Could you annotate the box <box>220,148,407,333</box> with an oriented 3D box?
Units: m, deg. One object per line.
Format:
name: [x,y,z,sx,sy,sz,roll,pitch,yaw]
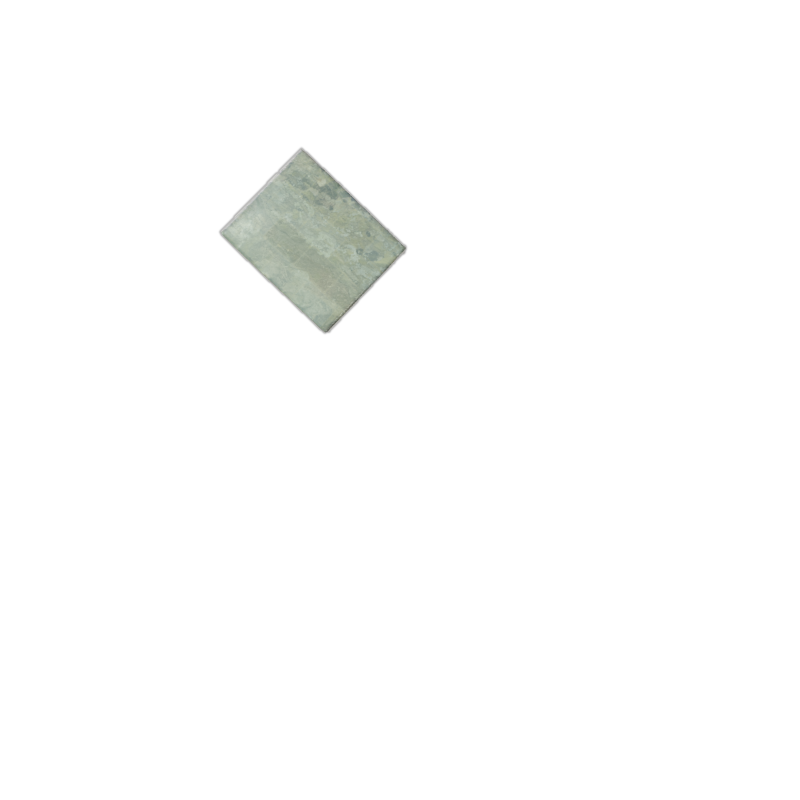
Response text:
box: [-0.066,-0.120,0.844,0.114,0.090,0.039,43,-3,2]
